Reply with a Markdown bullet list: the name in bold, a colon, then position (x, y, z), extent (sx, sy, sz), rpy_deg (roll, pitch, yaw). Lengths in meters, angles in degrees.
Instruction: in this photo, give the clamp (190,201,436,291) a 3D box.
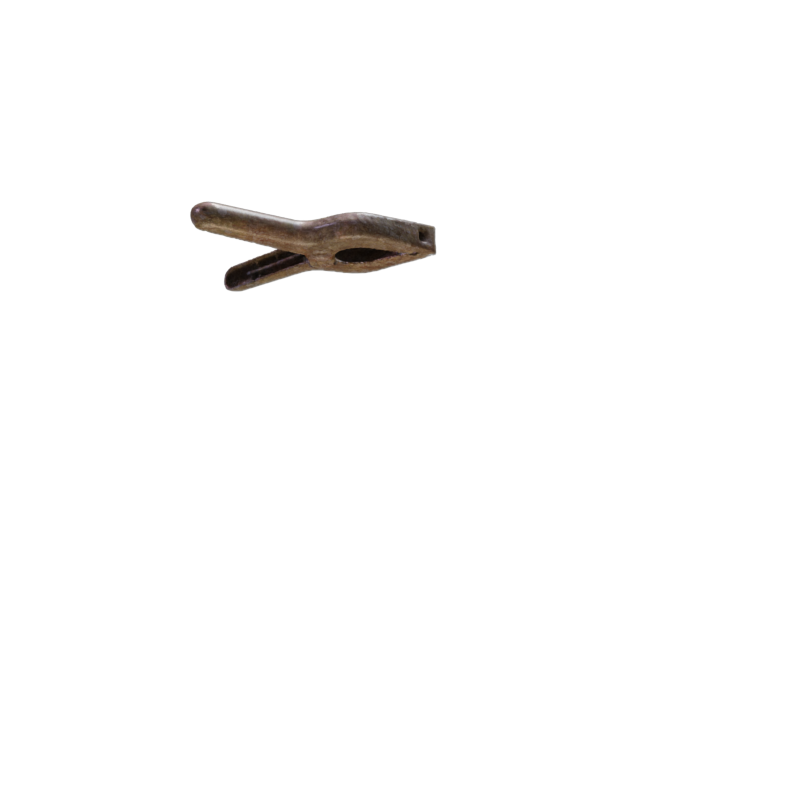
- **clamp**: position (-0.076, -0.139, 0.972), extent (0.213, 0.038, 0.155), rpy_deg (-3, -16, 11)
